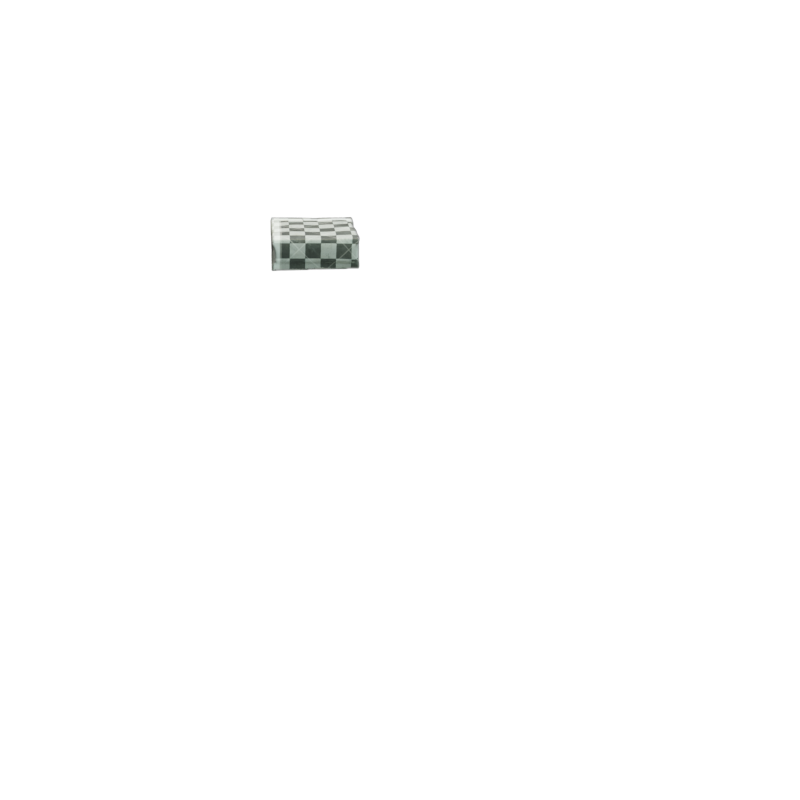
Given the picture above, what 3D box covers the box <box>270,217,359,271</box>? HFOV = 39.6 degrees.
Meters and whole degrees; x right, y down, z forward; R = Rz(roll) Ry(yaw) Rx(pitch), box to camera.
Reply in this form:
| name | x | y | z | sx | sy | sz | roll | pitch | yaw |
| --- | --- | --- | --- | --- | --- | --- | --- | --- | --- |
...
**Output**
| name | x | y | z | sx | sy | sz | roll | pitch | yaw |
| --- | --- | --- | --- | --- | --- | --- | --- | --- | --- |
| box | -0.074 | -0.135 | 0.948 | 0.073 | 0.029 | 0.093 | -1 | 20 | -4 |
